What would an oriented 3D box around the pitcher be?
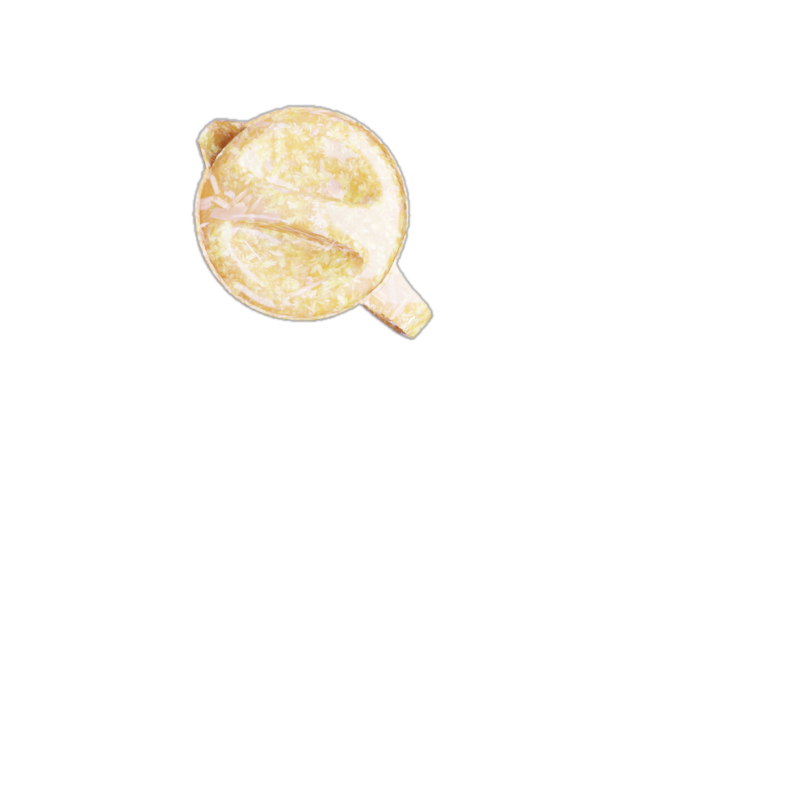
[{"bbox_3d":[-0.062,-0.113,0.792,0.144,0.150,0.243,-5,1,-3],"label":"pitcher"}]
